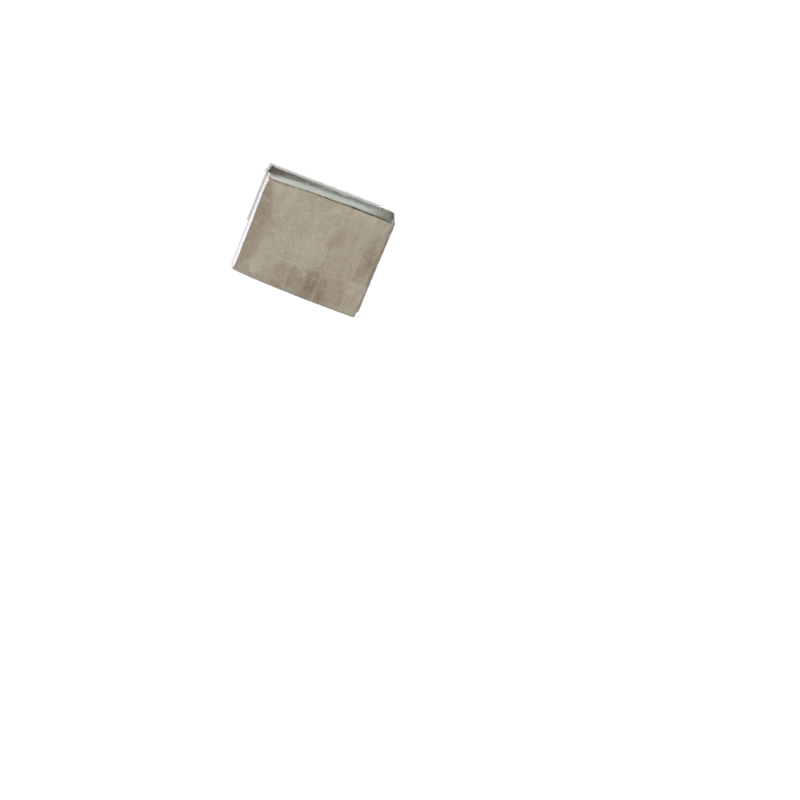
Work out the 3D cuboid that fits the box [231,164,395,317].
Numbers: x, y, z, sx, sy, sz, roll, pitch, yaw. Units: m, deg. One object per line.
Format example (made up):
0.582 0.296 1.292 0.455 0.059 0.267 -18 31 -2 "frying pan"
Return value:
-0.071 -0.130 0.913 0.112 0.087 0.041 21 19 -8 "box"
